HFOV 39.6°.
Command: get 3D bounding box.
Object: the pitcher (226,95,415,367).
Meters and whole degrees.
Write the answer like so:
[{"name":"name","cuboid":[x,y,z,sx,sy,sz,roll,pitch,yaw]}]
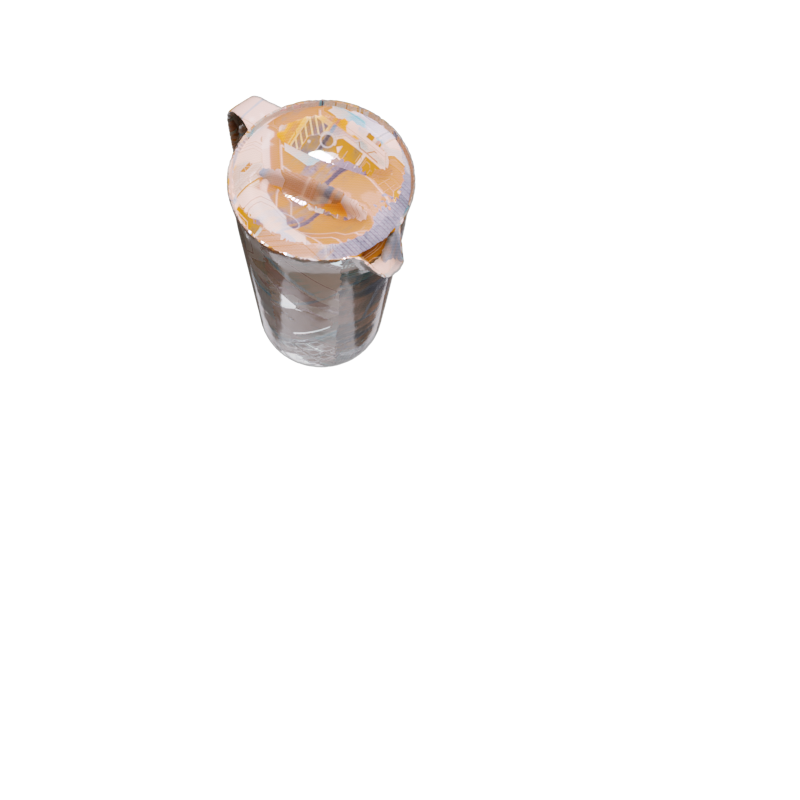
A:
[{"name":"pitcher","cuboid":[-0.069,-0.126,0.884,0.145,0.157,0.230,6,-23,-1]}]
